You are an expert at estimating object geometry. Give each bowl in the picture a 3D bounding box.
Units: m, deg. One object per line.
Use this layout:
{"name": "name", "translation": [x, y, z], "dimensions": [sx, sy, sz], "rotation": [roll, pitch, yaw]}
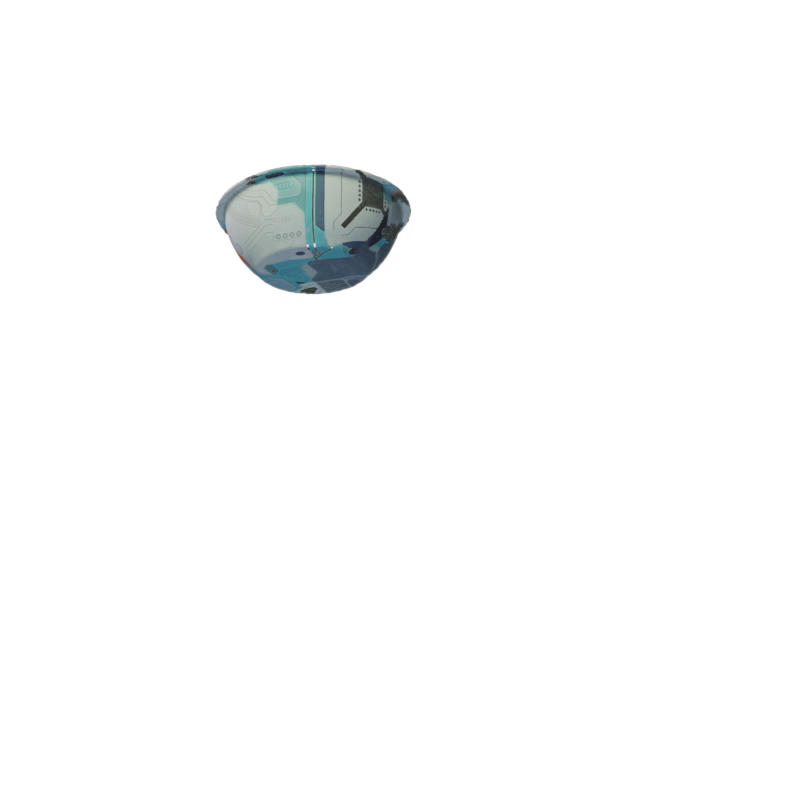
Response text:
{"name": "bowl", "translation": [-0.071, -0.130, 0.909], "dimensions": [0.162, 0.058, 0.154], "rotation": [1, -21, -2]}
